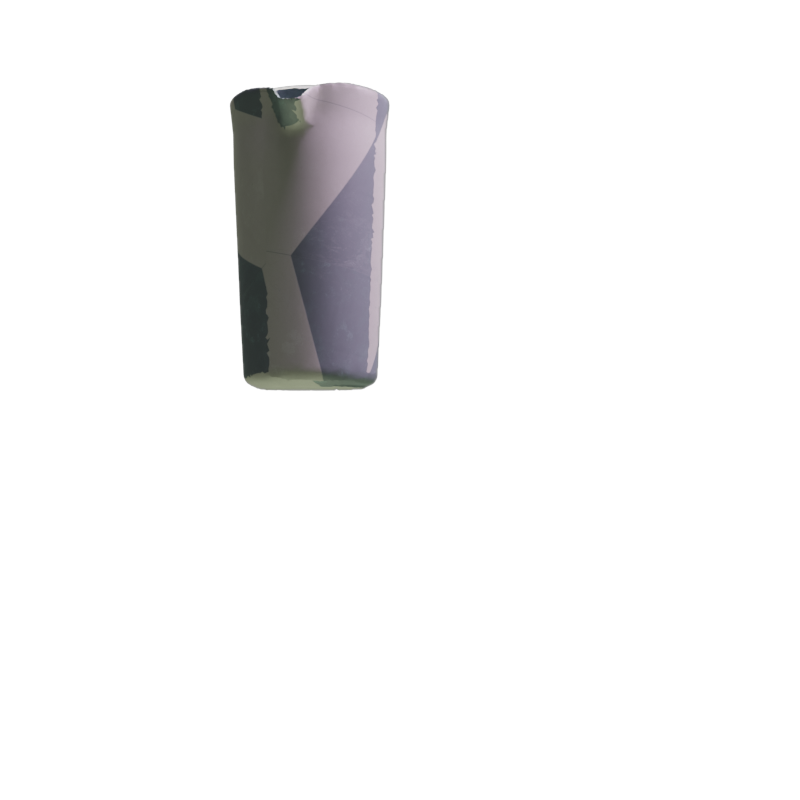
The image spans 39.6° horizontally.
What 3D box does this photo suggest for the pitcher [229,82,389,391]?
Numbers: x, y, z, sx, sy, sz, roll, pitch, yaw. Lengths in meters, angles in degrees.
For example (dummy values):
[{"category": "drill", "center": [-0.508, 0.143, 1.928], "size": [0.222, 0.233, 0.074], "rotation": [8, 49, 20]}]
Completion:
[{"category": "pitcher", "center": [-0.072, -0.131, 0.919], "size": [0.143, 0.248, 0.148], "rotation": [5, -10, -38]}]
